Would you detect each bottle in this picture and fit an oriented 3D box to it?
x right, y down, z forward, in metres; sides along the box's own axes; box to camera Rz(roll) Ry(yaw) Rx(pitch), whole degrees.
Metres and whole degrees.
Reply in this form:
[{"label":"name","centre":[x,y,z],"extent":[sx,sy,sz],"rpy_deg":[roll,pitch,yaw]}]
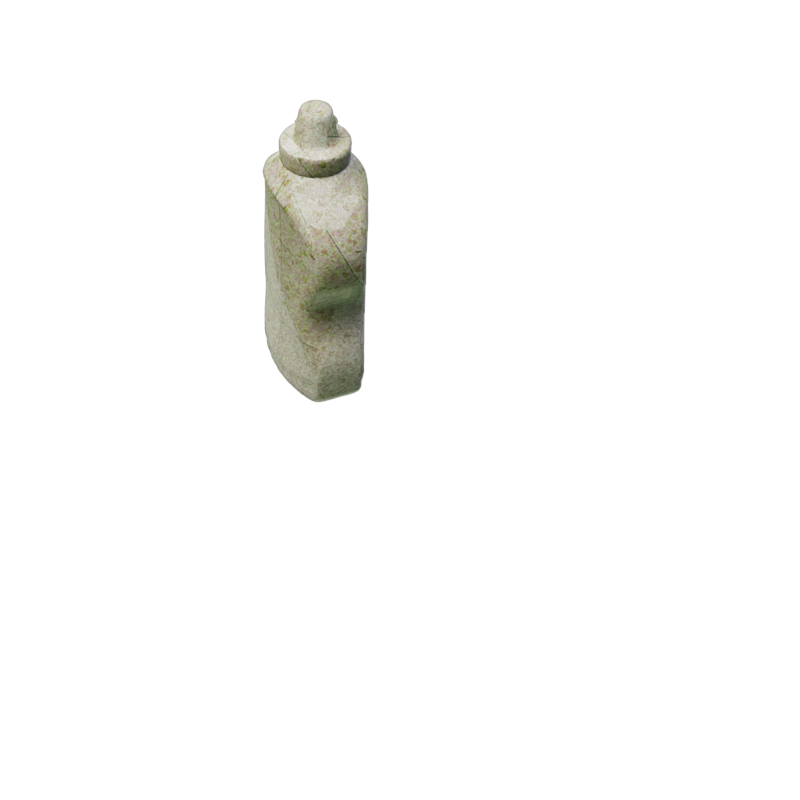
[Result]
[{"label":"bottle","centre":[-0.052,-0.095,0.666],"extent":[0.058,0.179,0.104],"rpy_deg":[-12,46,-16]}]
